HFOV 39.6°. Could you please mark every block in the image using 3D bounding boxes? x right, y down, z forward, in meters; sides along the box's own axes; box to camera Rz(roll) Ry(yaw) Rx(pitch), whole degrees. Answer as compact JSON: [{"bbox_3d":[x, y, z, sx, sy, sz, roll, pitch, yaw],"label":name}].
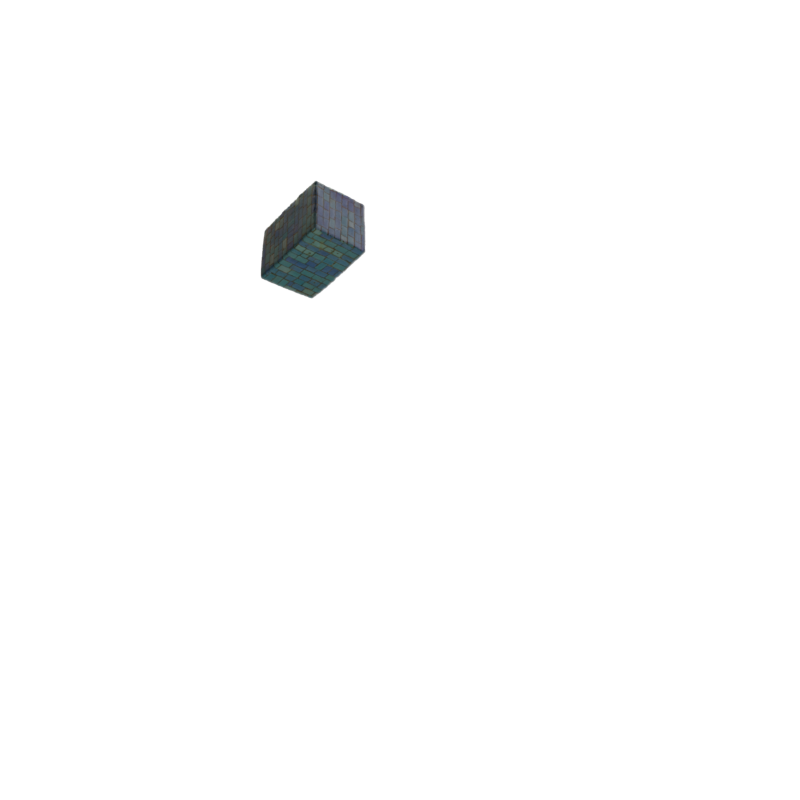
[{"bbox_3d":[-0.071,-0.130,0.907,0.050,0.055,0.077,24,-43,-31],"label":"block"}]
